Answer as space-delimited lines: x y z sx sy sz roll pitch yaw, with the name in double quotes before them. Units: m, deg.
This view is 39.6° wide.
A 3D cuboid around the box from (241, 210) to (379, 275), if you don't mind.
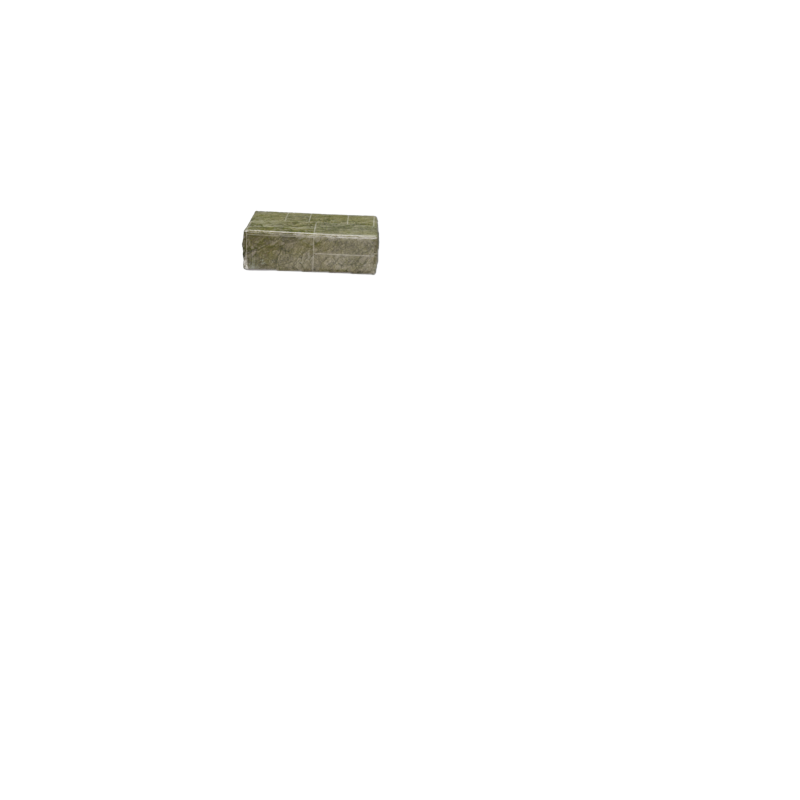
"box" -0.074 -0.135 0.947 0.114 0.038 0.093 0 17 1
